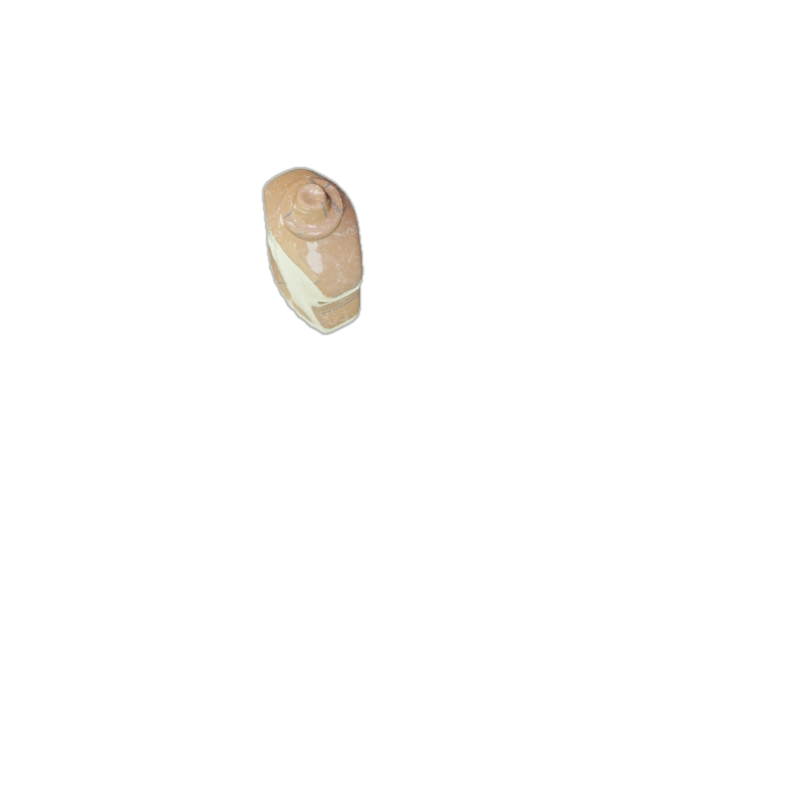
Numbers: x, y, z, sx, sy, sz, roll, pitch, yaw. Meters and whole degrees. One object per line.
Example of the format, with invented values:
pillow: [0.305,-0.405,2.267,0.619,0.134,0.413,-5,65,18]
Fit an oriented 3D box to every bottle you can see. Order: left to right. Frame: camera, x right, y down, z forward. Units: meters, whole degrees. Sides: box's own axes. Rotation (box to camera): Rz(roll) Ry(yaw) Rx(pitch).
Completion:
bottle: [-0.062,-0.112,0.790,0.058,0.099,0.185,-26,-9,-9]
